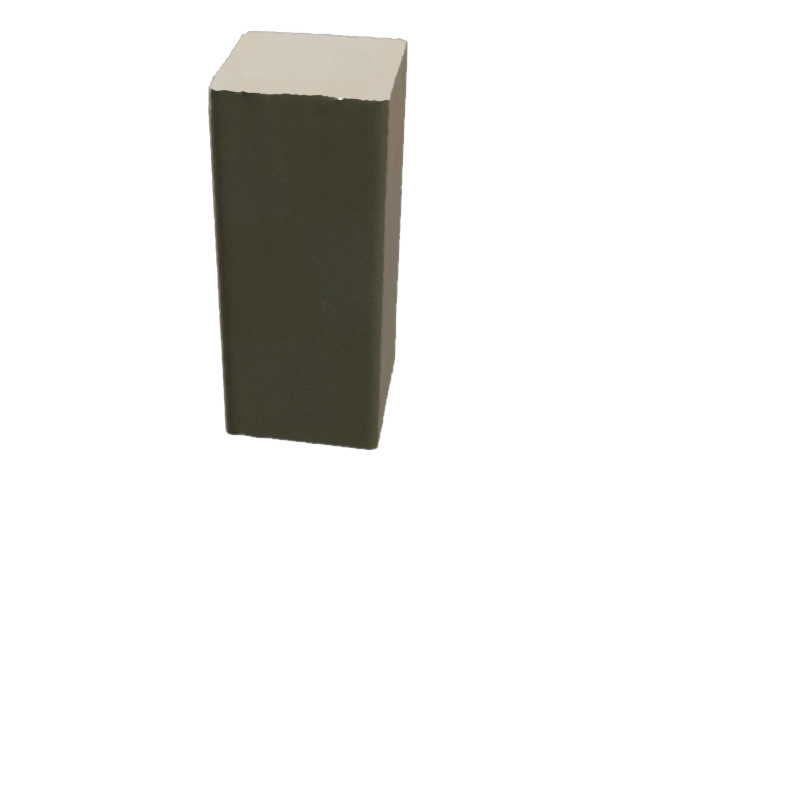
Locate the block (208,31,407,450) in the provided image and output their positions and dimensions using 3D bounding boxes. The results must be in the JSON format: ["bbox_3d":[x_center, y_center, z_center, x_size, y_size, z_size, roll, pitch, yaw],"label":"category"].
[{"bbox_3d":[-0.048,-0.086,0.603,0.091,0.194,0.096,5,32,5],"label":"block"}]
